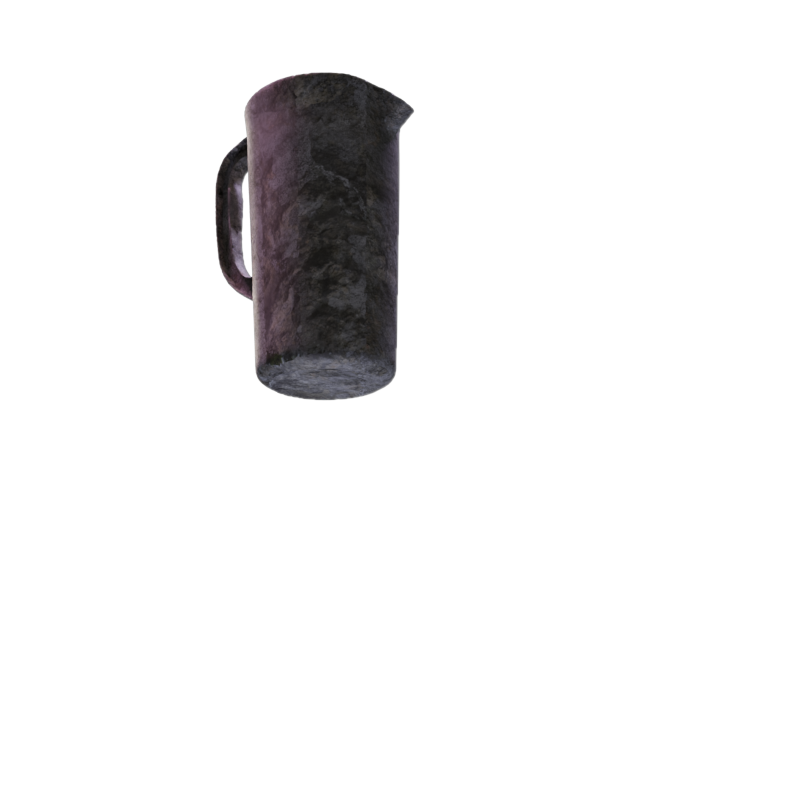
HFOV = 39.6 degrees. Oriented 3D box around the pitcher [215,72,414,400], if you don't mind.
[{"bbox_3d":[-0.070,-0.128,0.896,0.142,0.256,0.145,5,-22,-15],"label":"pitcher"}]
